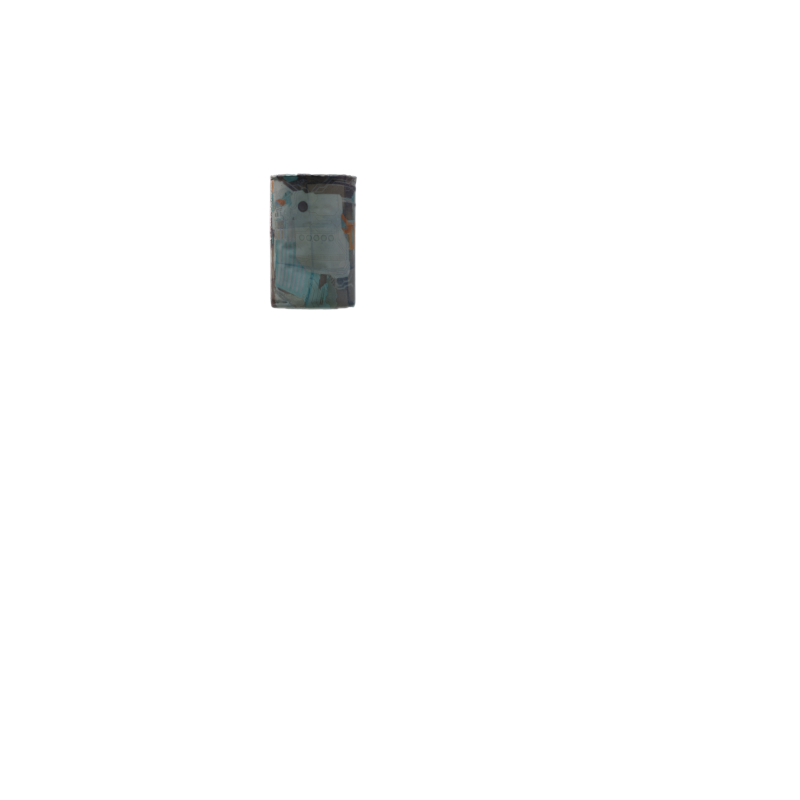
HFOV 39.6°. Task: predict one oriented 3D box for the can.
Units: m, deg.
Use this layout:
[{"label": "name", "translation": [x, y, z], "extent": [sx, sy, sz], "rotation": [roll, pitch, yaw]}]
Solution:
[{"label": "can", "translation": [-0.067, -0.123, 0.860], "extent": [0.068, 0.102, 0.069], "rotation": [0, 2, -2]}]
